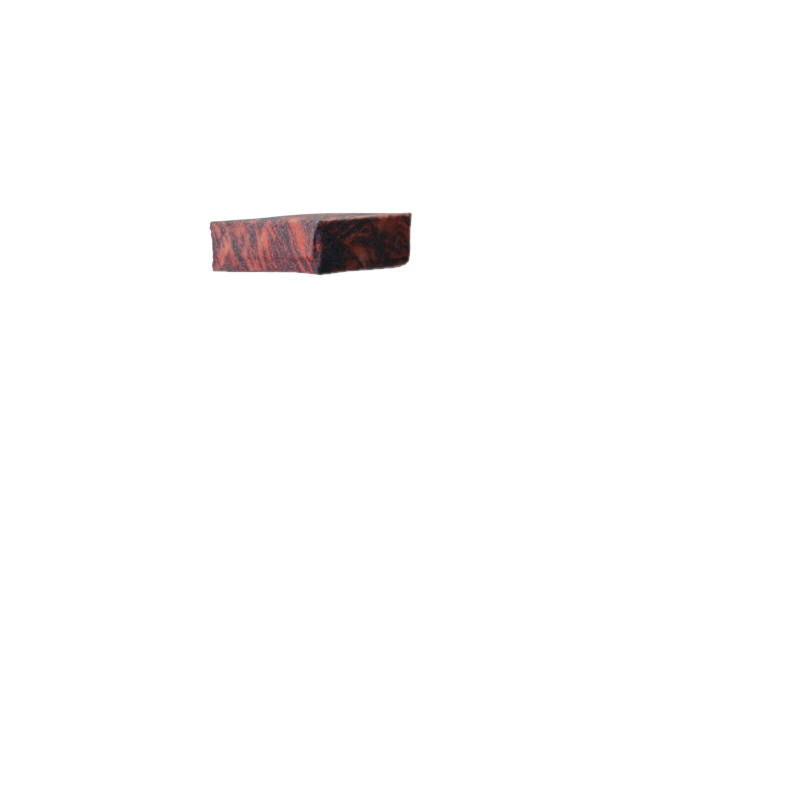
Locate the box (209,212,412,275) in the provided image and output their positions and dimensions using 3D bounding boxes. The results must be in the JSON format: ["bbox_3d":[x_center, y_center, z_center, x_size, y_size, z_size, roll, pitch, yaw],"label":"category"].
[{"bbox_3d":[-0.058,-0.106,0.744,0.094,0.038,0.110,6,11,34],"label":"box"}]
